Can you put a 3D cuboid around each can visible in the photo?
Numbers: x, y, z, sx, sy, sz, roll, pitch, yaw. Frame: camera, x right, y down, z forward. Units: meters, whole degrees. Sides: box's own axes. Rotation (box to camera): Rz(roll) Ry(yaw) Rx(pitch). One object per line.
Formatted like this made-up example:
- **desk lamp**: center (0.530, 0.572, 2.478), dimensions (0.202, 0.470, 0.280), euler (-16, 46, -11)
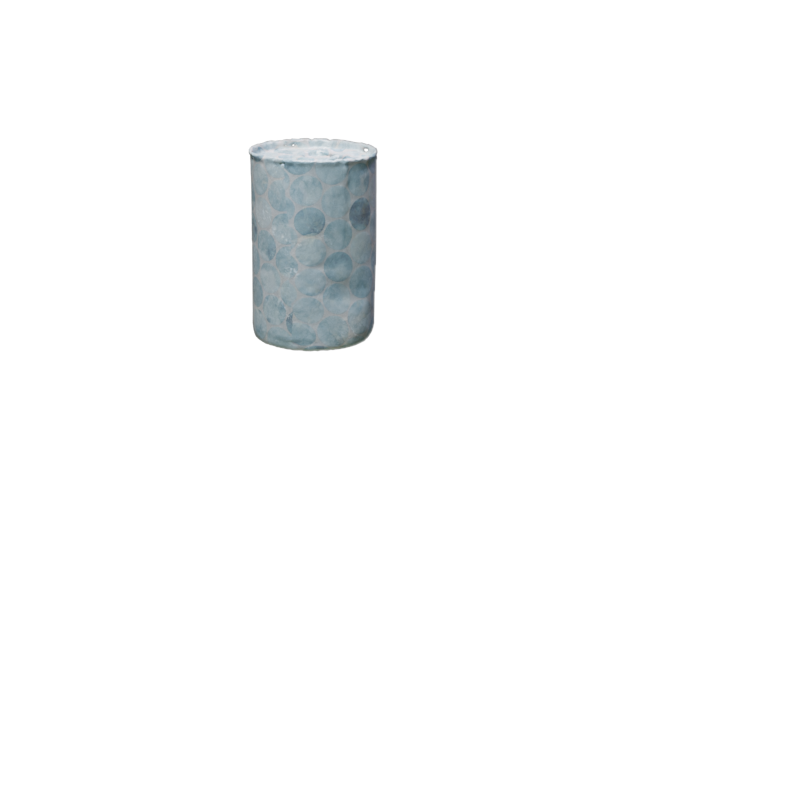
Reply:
- **can**: center (-0.047, -0.085, 0.596), dimensions (0.068, 0.098, 0.071), euler (0, 18, -2)
